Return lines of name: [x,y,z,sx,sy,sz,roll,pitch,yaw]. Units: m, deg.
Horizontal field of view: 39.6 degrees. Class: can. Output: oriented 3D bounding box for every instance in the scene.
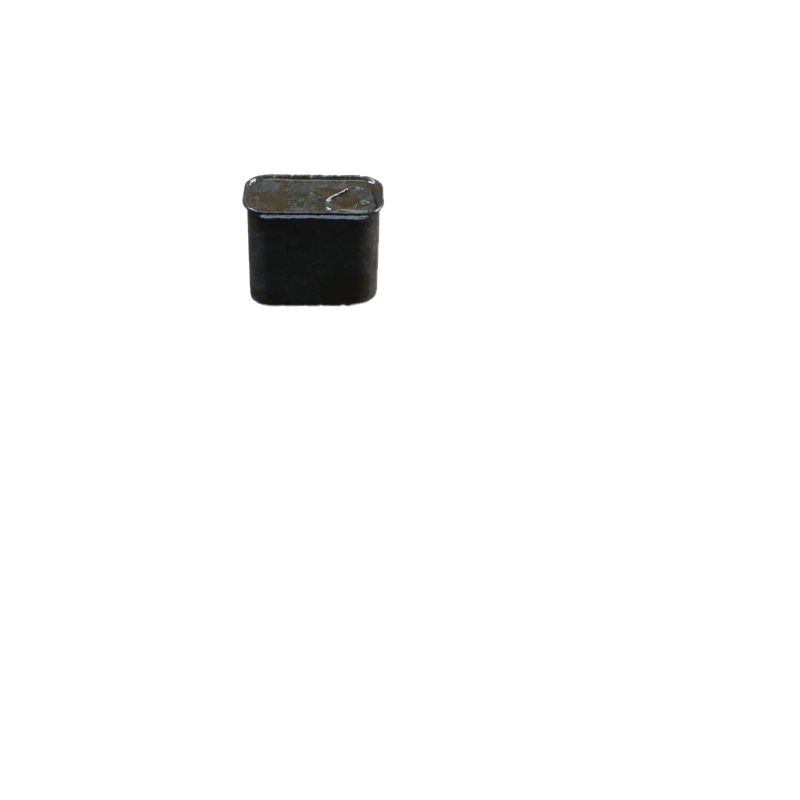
can: [-0.064,-0.118,0.823,0.102,0.078,0.061,1,35,-1]
